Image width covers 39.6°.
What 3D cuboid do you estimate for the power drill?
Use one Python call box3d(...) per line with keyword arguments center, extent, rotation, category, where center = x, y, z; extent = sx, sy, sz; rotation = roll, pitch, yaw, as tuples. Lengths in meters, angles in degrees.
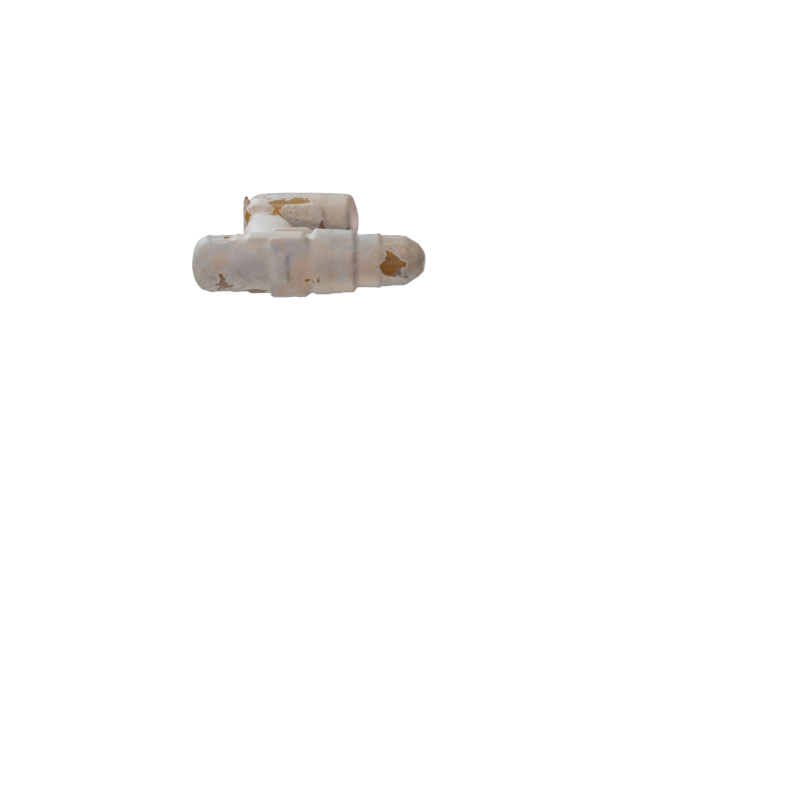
box3d(center=(-0.074, -0.135, 0.945), extent=(0.185, 0.055, 0.194), rotation=(0, 18, 1), category="power drill")
